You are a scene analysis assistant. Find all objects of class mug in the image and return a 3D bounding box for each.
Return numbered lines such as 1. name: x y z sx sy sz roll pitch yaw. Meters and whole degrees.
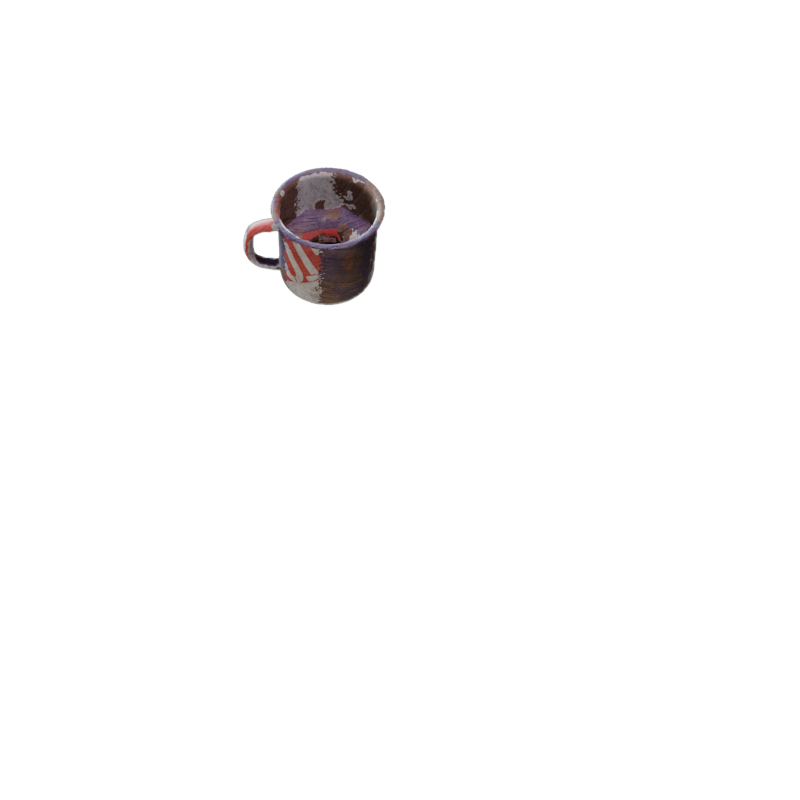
1. mug: -0.073 -0.132 0.927 0.116 0.101 0.076 -8 -38 -8
